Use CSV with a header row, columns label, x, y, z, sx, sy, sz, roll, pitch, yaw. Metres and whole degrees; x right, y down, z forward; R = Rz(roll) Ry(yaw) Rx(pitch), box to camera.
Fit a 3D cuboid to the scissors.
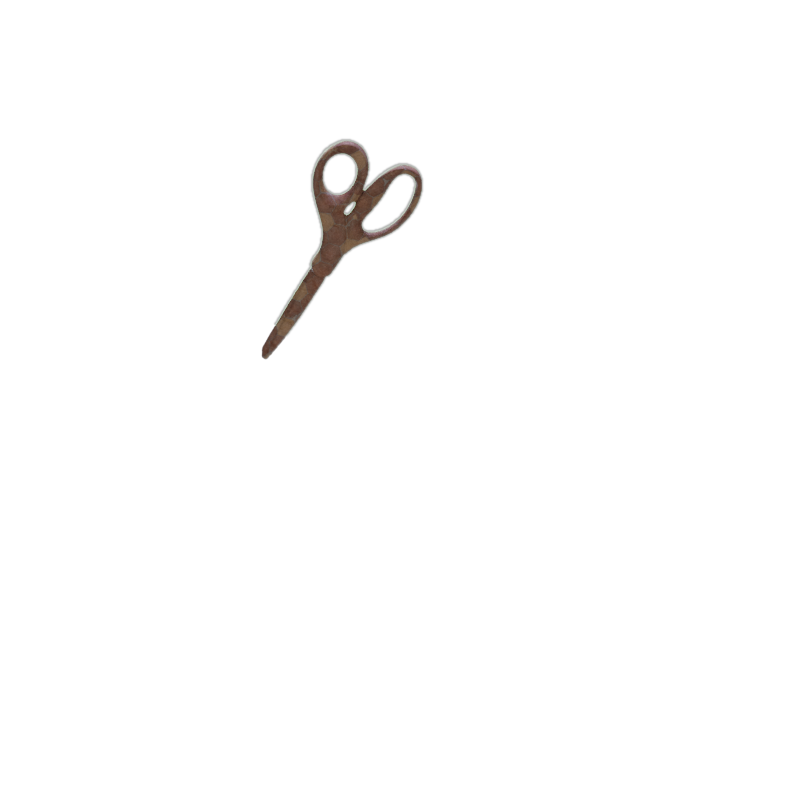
label,x,y,z,sx,sy,sz,roll,pitch,yaw
scissors,-0.070,-0.128,0.900,0.200,0.093,0.016,-41,14,12
